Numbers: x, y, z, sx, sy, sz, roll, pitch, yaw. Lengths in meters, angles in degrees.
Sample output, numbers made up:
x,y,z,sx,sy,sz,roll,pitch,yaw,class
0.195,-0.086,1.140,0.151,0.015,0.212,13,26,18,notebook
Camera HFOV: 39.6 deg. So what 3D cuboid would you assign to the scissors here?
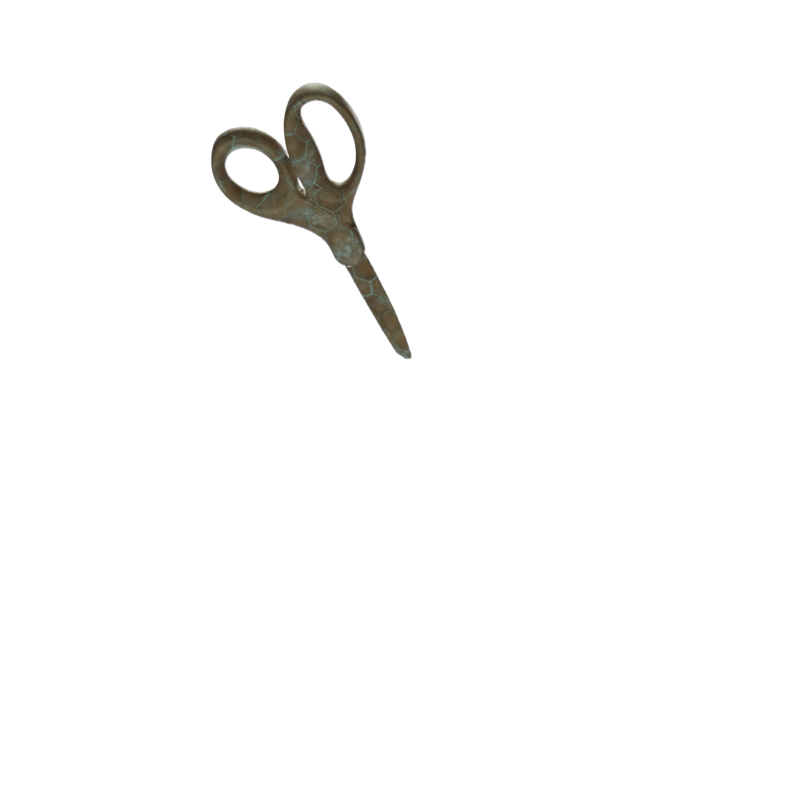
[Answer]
x,y,z,sx,sy,sz,roll,pitch,yaw,class
-0.051,-0.093,0.653,0.097,0.187,0.017,-6,39,4,scissors
